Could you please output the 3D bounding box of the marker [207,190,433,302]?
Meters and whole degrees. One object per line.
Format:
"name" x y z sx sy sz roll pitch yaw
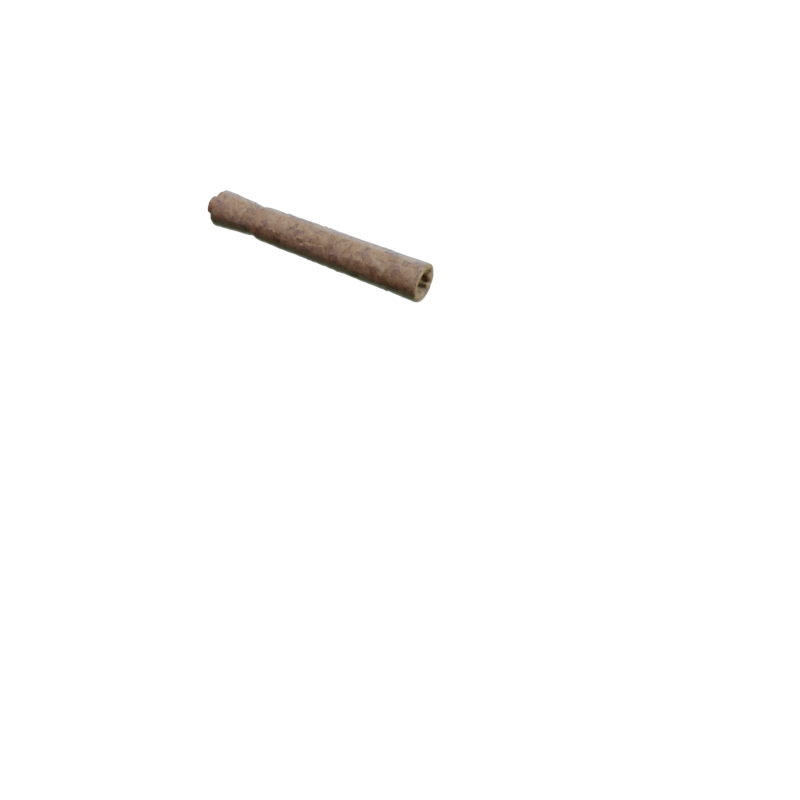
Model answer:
"marker" -0.041 -0.076 0.529 0.127 0.019 0.019 23 14 26
